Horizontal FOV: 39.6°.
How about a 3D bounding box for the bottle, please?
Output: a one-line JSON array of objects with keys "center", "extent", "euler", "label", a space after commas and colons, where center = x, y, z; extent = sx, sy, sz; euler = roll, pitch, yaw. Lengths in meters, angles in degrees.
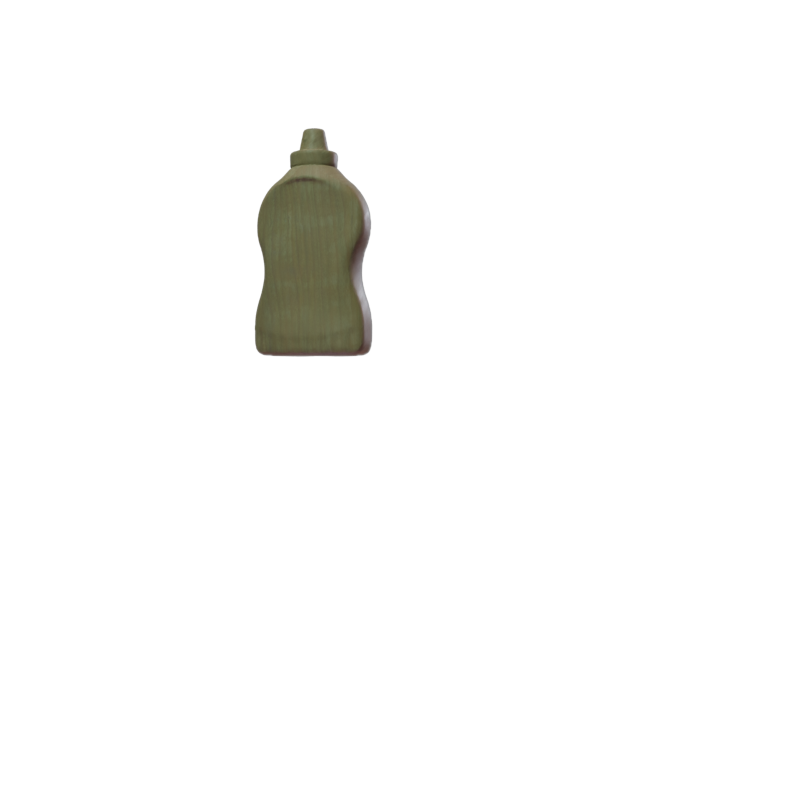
[{"center": [-0.073, -0.133, 0.933], "extent": [0.098, 0.195, 0.056], "euler": [-2, -6, 20], "label": "bottle"}]
